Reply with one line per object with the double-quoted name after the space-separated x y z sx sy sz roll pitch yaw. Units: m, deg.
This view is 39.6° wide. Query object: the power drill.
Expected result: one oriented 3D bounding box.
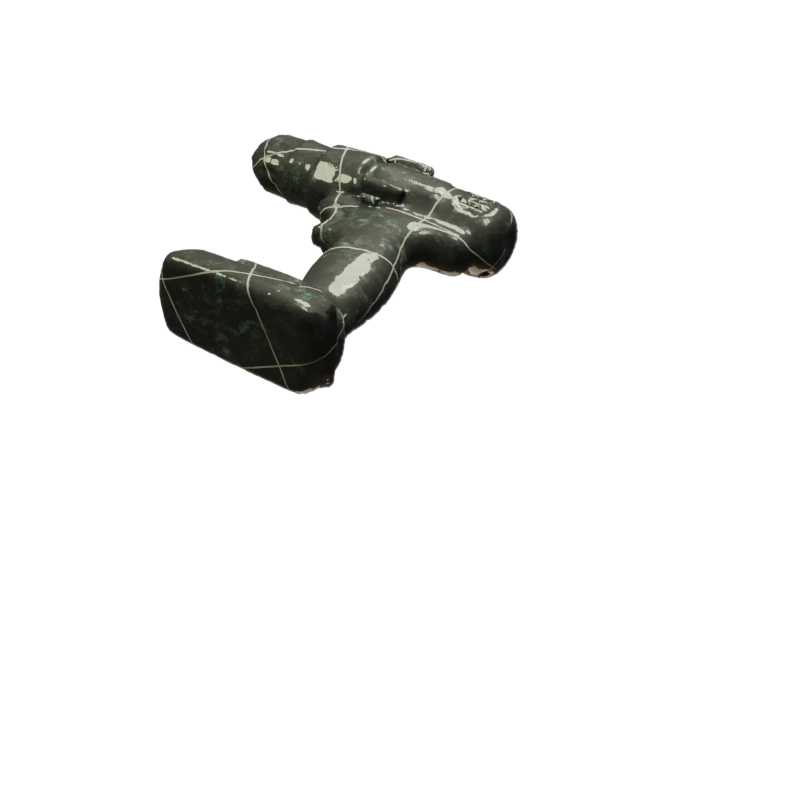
-0.050 -0.091 0.638 0.194 0.054 0.190 22 42 26 "power drill"
